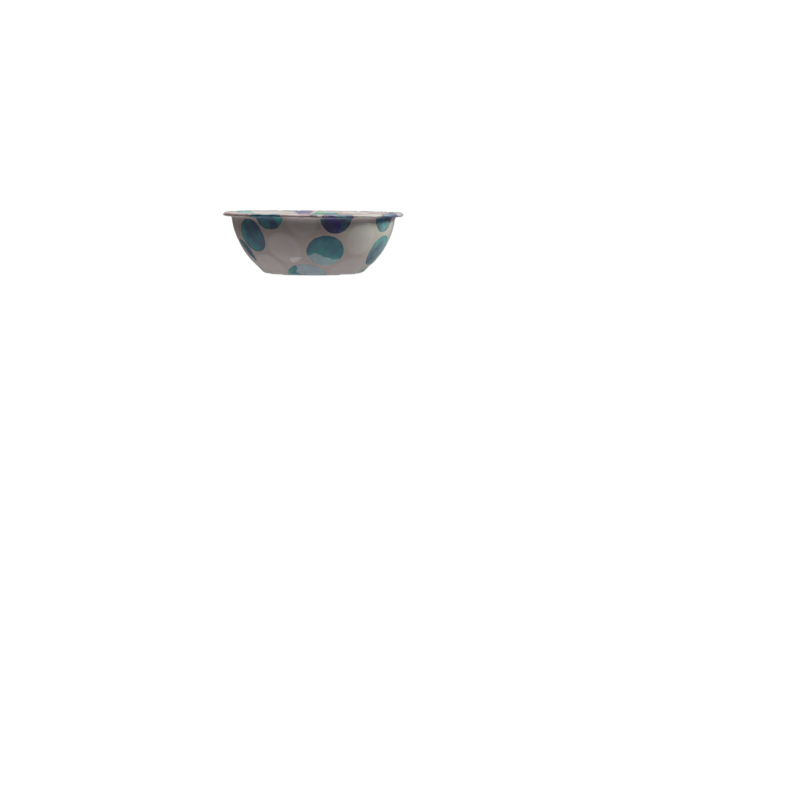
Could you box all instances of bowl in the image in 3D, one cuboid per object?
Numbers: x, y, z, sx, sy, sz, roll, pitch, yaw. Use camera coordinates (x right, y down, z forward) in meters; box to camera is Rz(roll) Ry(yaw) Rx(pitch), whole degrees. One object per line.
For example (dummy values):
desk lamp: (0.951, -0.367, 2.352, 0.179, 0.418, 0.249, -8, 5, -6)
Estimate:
bowl: (-0.078, -0.142, 0.997, 0.162, 0.054, 0.165, 0, 10, -2)
